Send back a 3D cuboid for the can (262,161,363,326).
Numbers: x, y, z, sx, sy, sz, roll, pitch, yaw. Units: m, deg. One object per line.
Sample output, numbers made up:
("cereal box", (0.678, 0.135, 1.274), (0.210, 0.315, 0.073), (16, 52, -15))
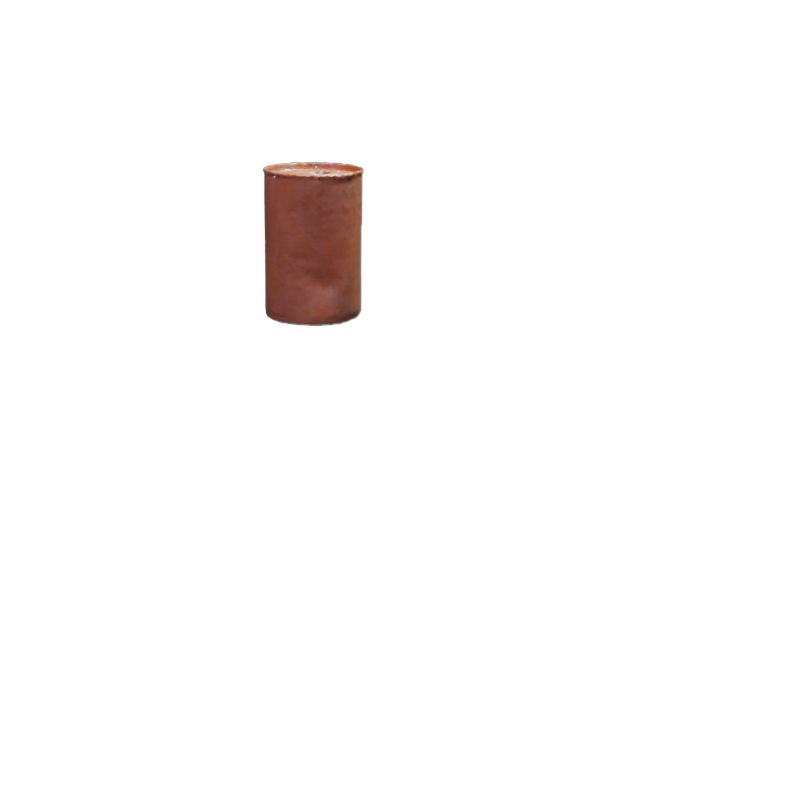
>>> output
("can", (-0.059, -0.108, 0.756), (0.068, 0.099, 0.071), (0, 14, -2))
